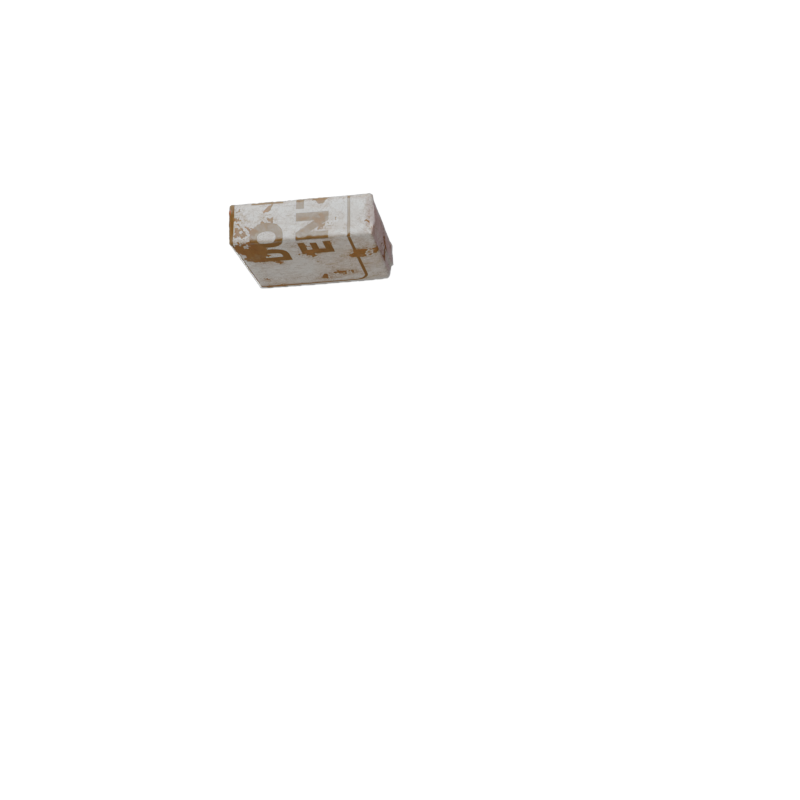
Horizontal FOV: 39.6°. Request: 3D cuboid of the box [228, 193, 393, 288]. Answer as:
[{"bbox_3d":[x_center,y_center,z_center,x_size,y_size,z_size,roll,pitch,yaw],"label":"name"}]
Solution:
[{"bbox_3d":[-0.053,-0.098,0.685,0.090,0.032,0.069,-3,-18,10],"label":"box"}]
